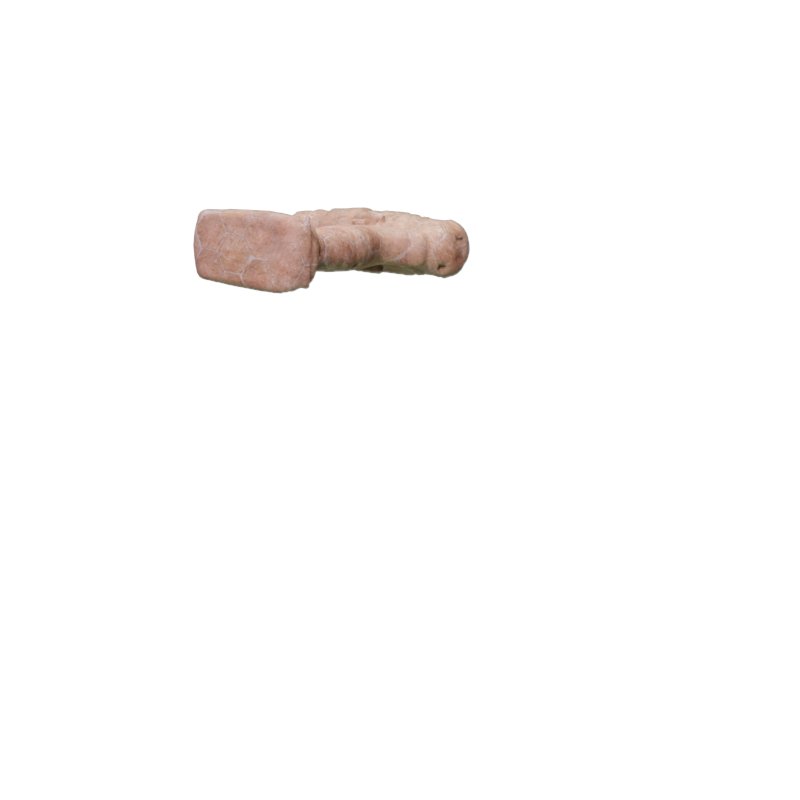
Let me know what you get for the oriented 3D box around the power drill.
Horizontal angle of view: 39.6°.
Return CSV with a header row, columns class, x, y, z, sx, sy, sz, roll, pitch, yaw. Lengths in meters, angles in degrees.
class,x,y,z,sx,sy,sz,roll,pitch,yaw
power drill,-0.068,-0.123,0.863,0.193,0.056,0.183,10,15,39
